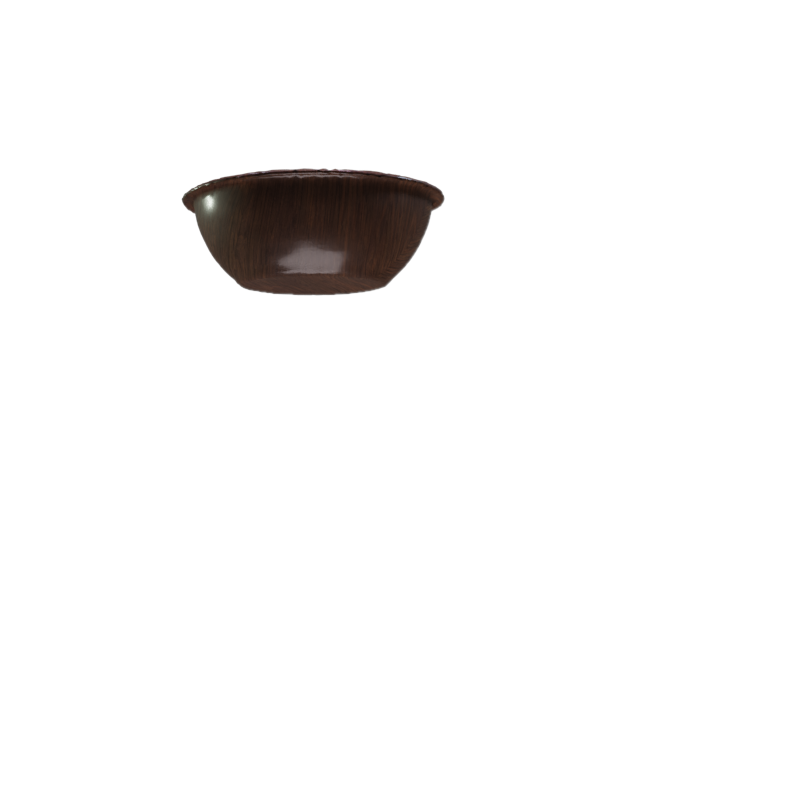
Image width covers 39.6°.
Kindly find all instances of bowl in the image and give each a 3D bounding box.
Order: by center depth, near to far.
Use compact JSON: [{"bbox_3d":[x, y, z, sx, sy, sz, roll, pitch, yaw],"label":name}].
[{"bbox_3d":[-0.053,-0.097,0.681,0.162,0.056,0.160,0,-3,-2],"label":"bowl"}]
